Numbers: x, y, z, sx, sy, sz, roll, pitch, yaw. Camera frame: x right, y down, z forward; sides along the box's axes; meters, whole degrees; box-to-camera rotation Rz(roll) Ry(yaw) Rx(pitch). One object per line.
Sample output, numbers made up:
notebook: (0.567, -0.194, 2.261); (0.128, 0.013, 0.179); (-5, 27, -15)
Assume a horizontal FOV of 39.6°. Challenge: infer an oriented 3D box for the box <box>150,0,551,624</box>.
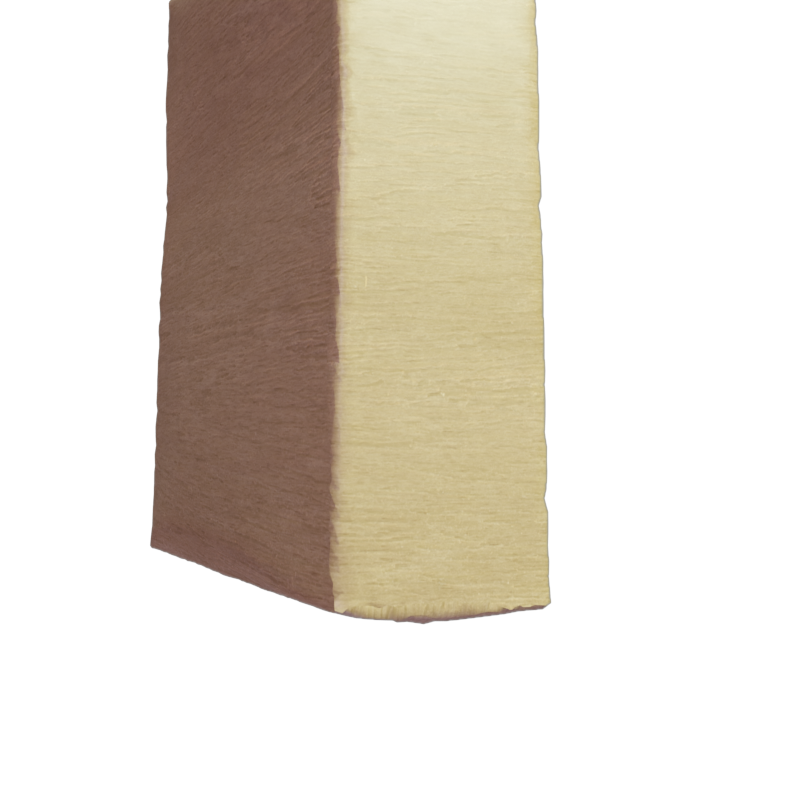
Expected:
box: (-0.028, -0.052, 0.361); (0.069, 0.218, 0.167); (3, -6, -27)
